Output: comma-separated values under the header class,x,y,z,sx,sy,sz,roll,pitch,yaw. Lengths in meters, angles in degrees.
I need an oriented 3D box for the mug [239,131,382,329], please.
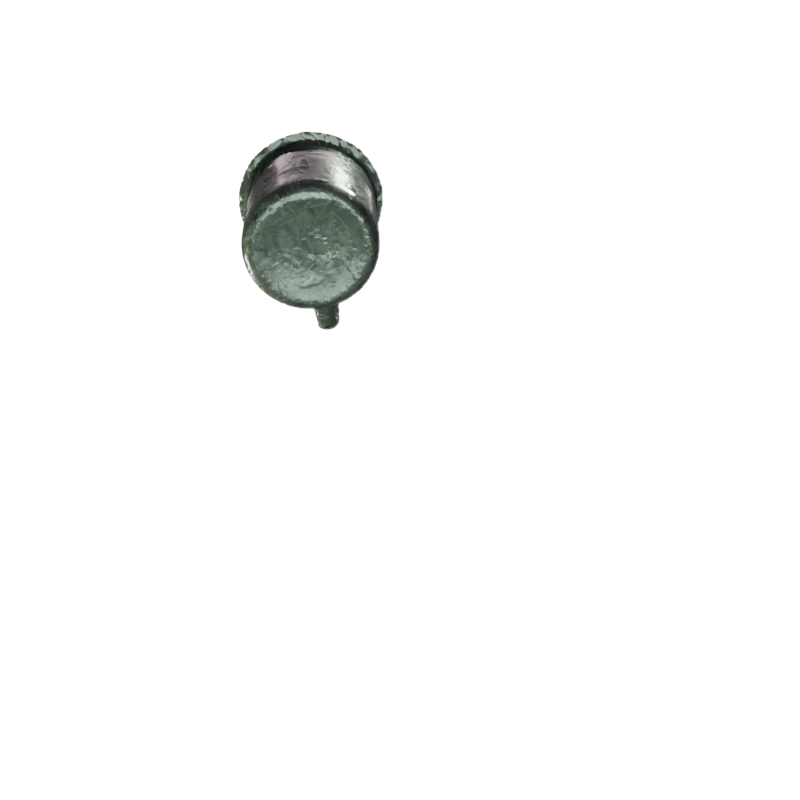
class,x,y,z,sx,sy,sz,roll,pitch,yaw
mug,-0.054,-0.098,0.686,0.093,0.111,0.086,-6,27,1
